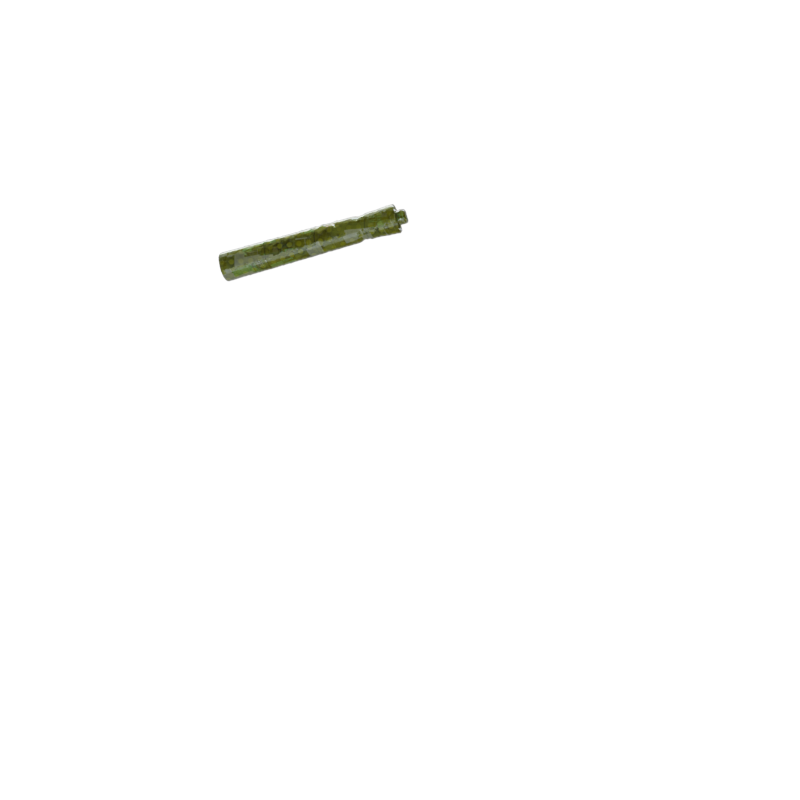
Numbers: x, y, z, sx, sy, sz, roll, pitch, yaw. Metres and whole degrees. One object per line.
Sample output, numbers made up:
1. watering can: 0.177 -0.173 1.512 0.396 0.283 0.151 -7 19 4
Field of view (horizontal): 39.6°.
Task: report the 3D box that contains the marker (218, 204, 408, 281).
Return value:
1. marker: -0.054 -0.099 0.692 0.122 0.020 0.020 -14 1 11
